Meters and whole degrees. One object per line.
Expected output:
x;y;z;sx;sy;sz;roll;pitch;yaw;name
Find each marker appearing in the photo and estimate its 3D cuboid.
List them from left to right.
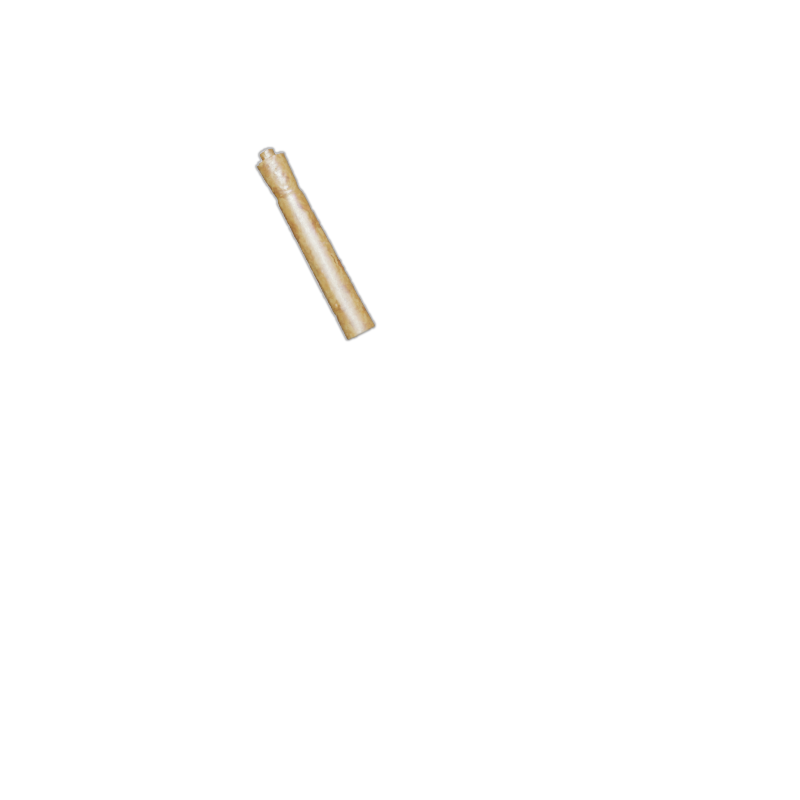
-0.051;-0.092;0.645;0.020;0.123;0.019;-27;-5;-3;marker
